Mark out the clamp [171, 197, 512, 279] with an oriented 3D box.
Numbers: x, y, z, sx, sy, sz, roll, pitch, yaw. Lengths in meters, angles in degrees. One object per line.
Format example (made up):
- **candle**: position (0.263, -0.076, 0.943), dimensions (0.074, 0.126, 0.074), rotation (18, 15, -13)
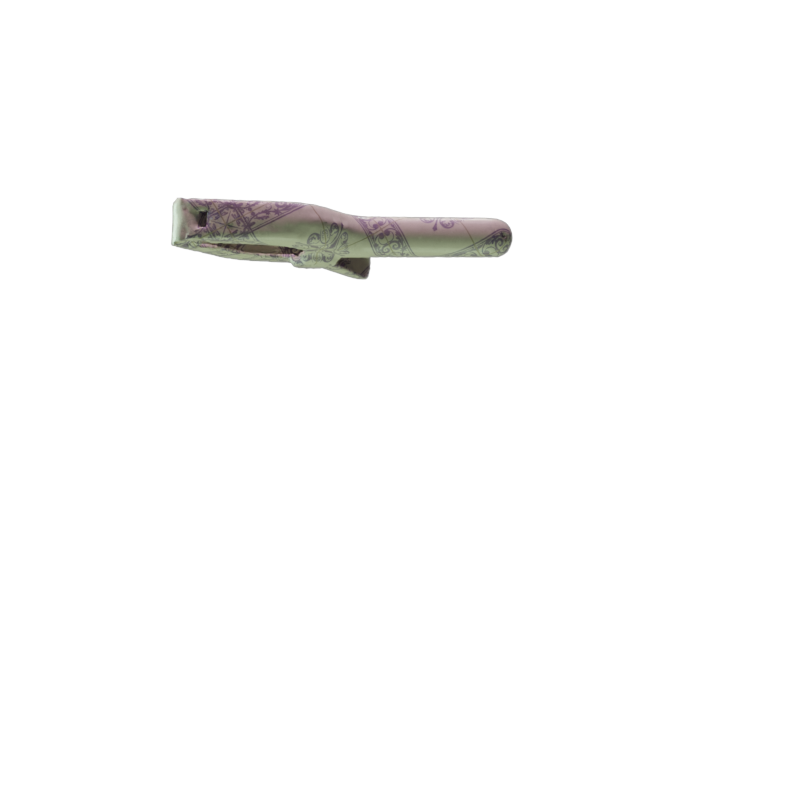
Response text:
- **clamp**: position (-0.057, -0.104, 0.729), dimensions (0.203, 0.037, 0.168), rotation (1, -3, -29)
